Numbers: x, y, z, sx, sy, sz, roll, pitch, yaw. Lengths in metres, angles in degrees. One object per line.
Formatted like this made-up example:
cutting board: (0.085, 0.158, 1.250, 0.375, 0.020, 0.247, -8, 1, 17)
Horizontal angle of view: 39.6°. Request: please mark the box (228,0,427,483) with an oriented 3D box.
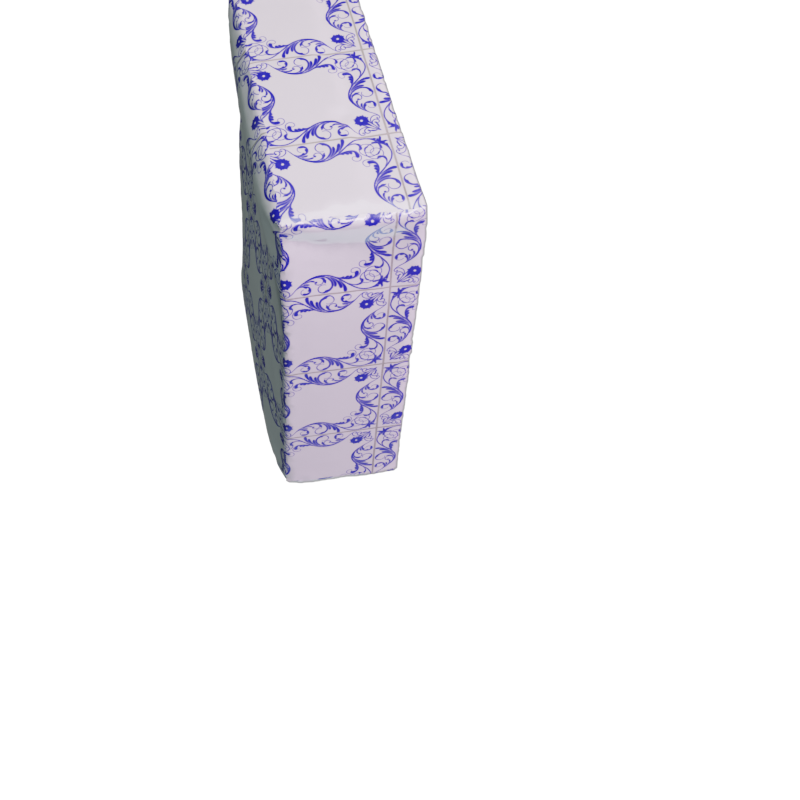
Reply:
box: (-0.045, -0.082, 0.574, 0.071, 0.177, 0.200, -8, -36, -10)
